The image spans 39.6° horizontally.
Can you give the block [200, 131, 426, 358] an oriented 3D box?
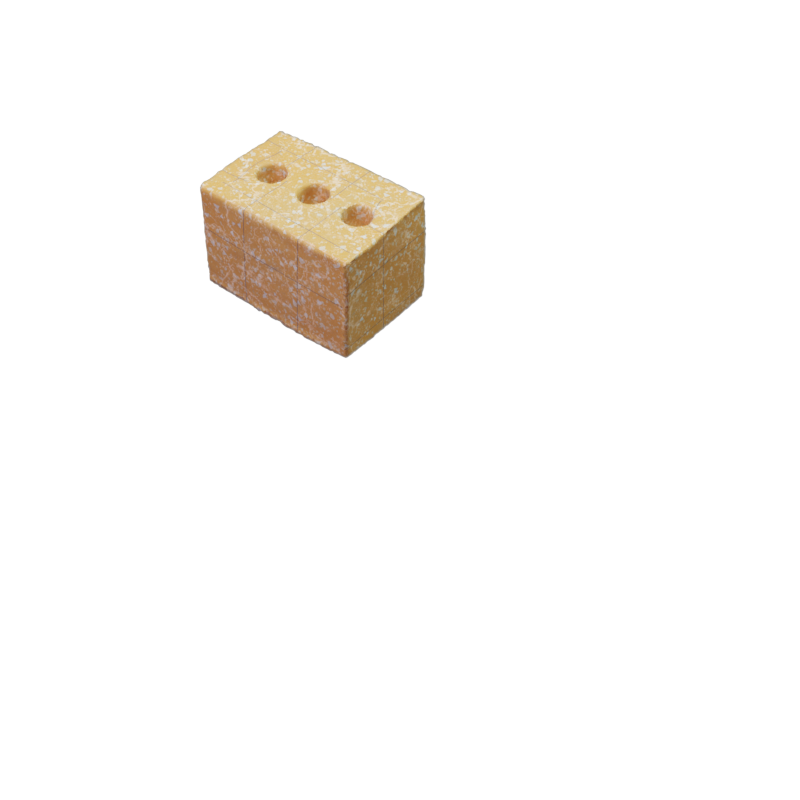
[{"bbox_3d":[-0.035,-0.064,0.452,0.082,0.048,0.053,29,49,26],"label":"block"}]
